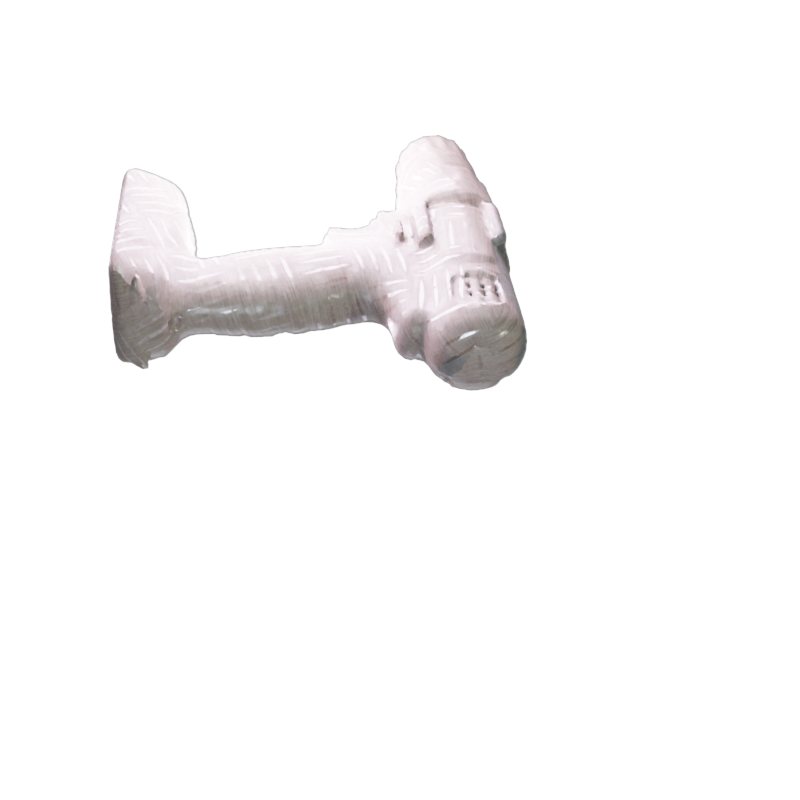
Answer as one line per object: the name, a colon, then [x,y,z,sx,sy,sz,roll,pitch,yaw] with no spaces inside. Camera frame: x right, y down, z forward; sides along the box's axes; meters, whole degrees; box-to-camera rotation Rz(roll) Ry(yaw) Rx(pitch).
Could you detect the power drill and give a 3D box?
power drill: [-0.042,-0.077,0.540,0.187,0.054,0.198,-2,37,-4]
